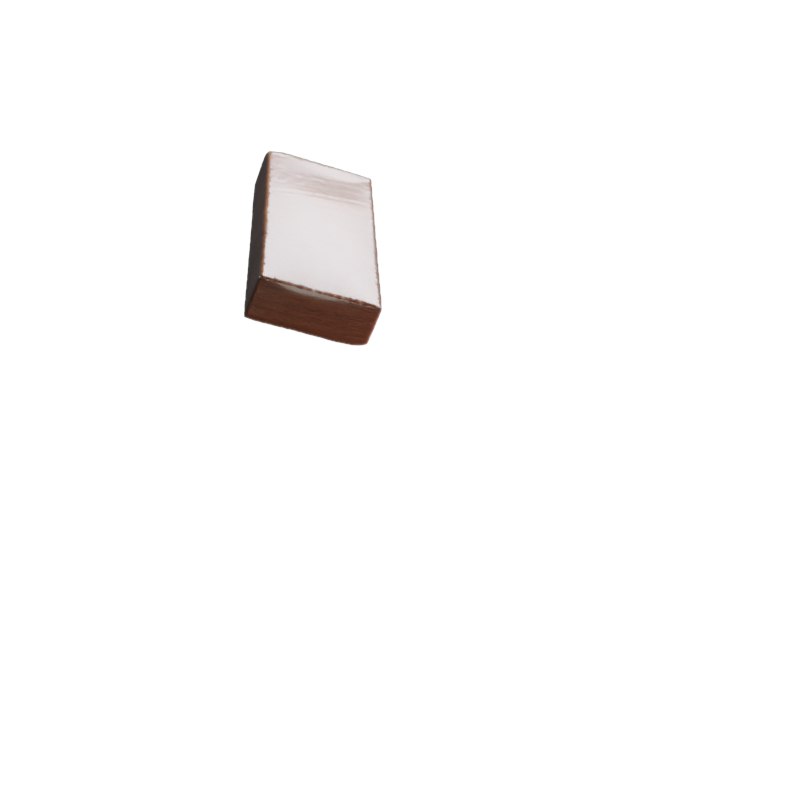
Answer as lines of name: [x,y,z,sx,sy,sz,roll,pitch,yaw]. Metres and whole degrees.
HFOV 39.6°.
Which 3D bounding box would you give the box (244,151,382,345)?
box: [-0.066,-0.121,0.845,0.091,0.046,0.189,13,40,-15]
